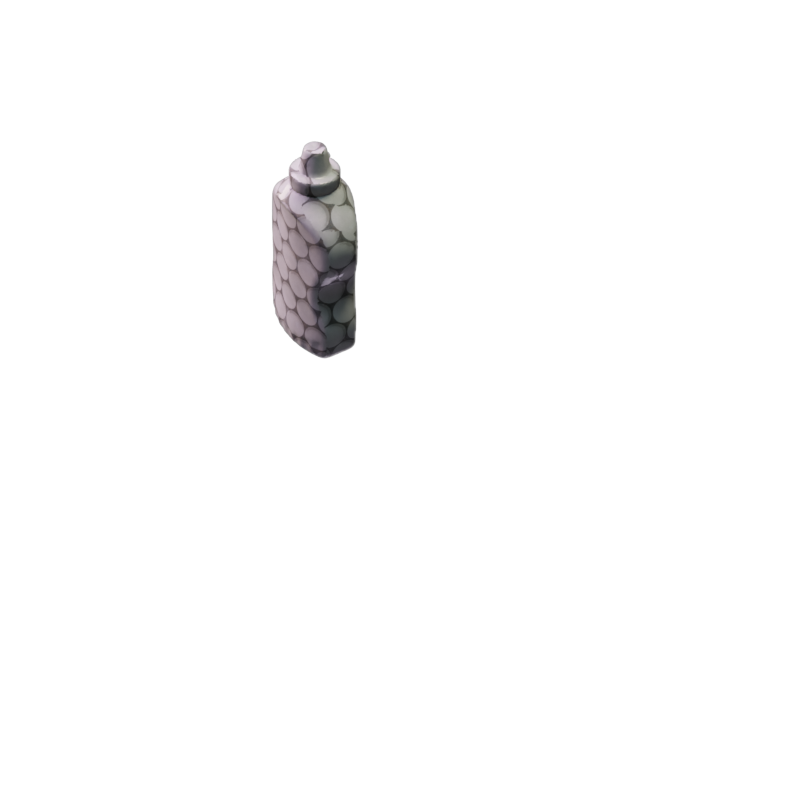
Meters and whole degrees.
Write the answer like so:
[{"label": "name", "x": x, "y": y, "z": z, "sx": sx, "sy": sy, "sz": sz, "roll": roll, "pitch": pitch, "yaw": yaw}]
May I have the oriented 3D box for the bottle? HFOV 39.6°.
[{"label": "bottle", "x": -0.071, "y": -0.131, "z": 0.917, "sx": 0.058, "sy": 0.179, "sz": 0.104, "roll": -20, "pitch": 49, "yaw": -22}]
